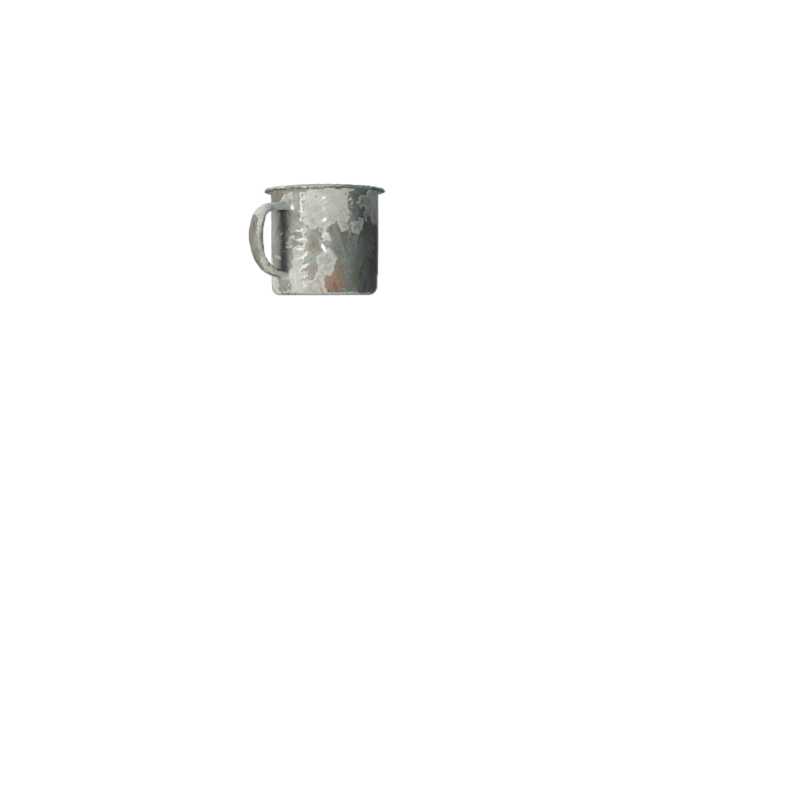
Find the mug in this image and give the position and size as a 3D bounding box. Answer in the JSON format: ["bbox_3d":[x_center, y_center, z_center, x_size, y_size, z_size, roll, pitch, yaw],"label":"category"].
[{"bbox_3d":[-0.066,-0.120,0.843,0.097,0.082,0.113,2,3,44],"label":"mug"}]
